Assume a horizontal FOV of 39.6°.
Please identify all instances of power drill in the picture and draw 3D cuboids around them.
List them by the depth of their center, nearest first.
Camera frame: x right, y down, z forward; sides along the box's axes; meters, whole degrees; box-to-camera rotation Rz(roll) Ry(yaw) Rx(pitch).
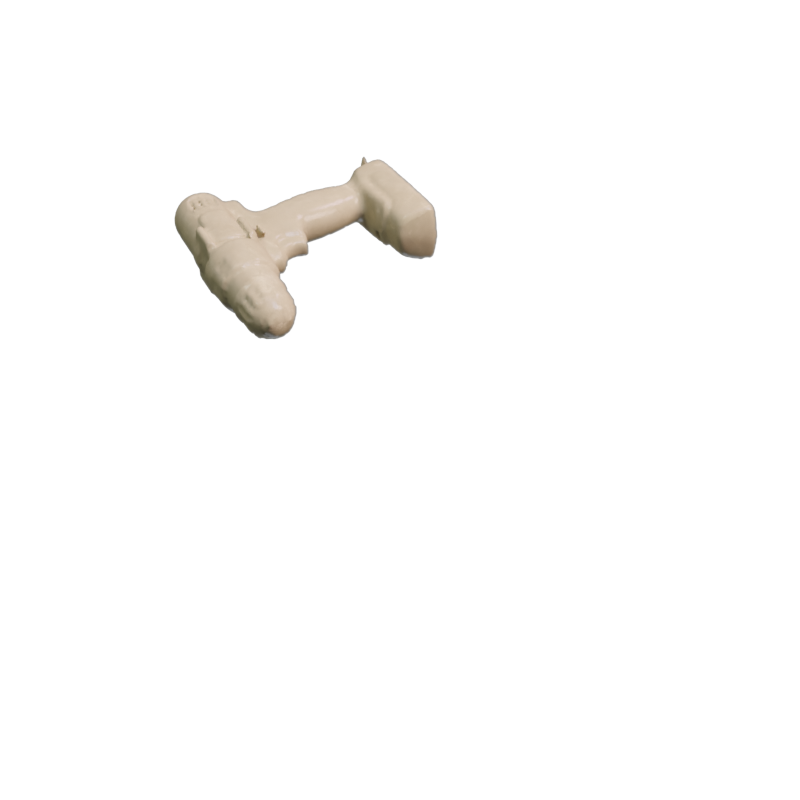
[{"bbox_3d":[-0.069,-0.126,0.880,0.185,0.054,0.200,-17,41,-21],"label":"power drill"}]
